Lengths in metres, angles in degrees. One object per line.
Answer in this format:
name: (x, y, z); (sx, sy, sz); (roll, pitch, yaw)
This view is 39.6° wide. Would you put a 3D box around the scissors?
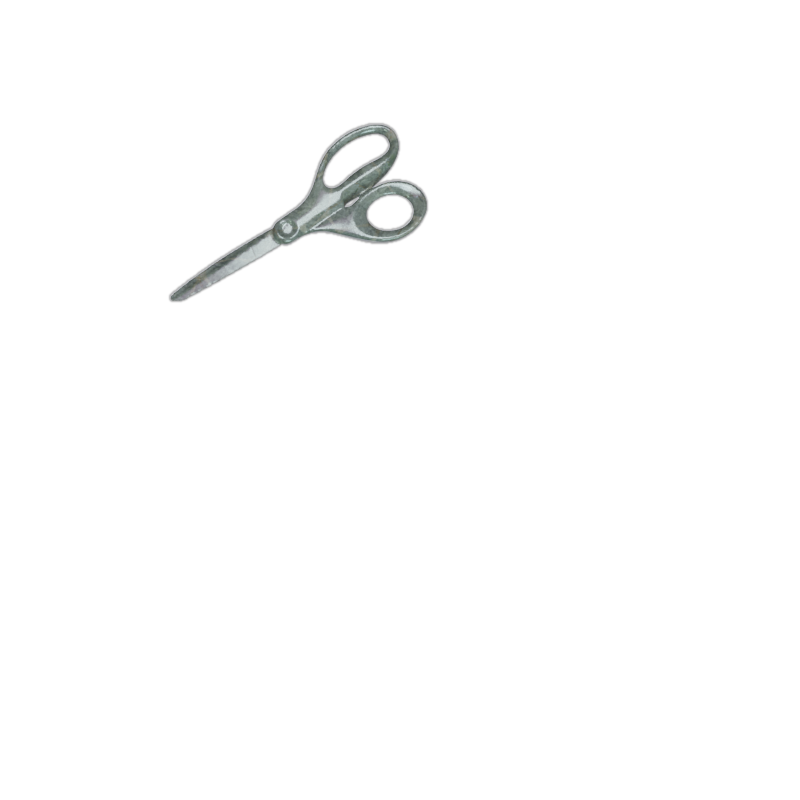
scissors: (-0.063, -0.115, 0.802); (0.098, 0.203, 0.015); (41, -9, 8)
